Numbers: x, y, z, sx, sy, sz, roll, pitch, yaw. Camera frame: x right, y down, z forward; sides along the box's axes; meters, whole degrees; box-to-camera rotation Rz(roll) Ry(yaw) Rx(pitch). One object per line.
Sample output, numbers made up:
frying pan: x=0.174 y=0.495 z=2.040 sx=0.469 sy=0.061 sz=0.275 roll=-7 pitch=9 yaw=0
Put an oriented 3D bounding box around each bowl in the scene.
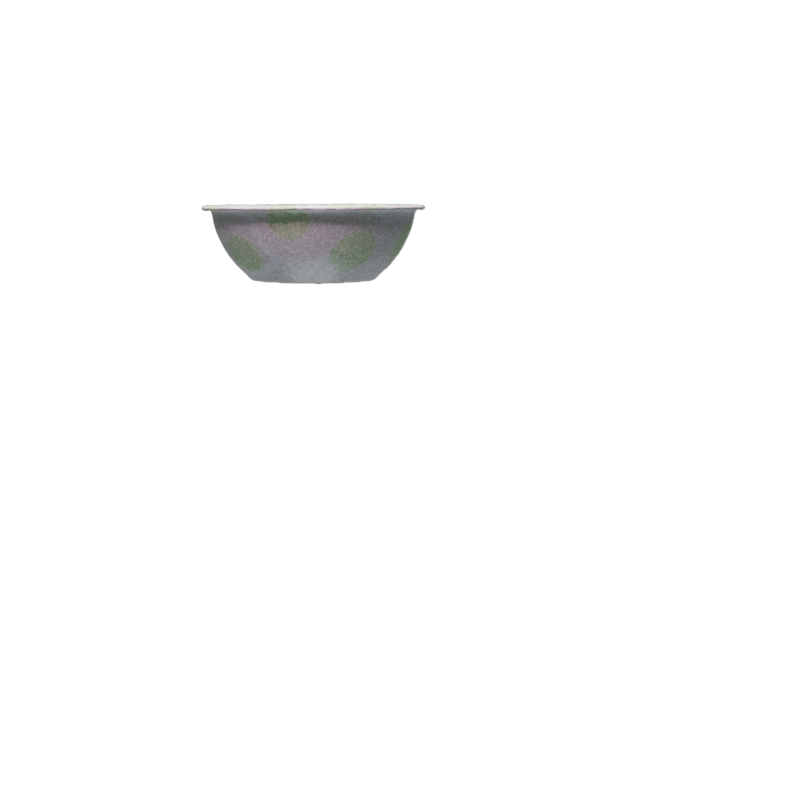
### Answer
bowl: x=-0.063 y=-0.115 z=0.804 sx=0.162 sy=0.054 sz=0.165 roll=0 pitch=9 yaw=-2
